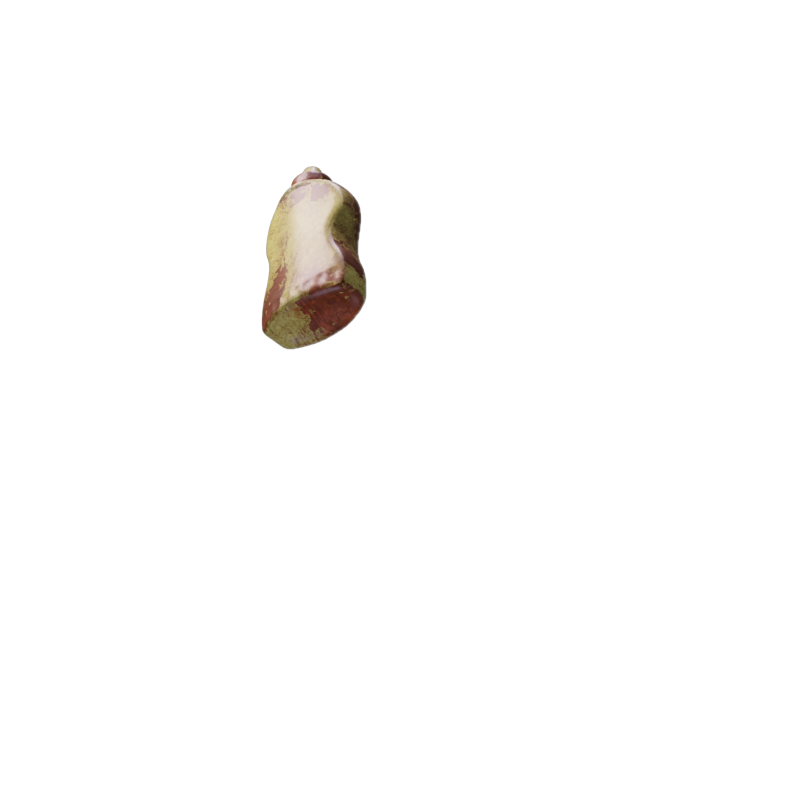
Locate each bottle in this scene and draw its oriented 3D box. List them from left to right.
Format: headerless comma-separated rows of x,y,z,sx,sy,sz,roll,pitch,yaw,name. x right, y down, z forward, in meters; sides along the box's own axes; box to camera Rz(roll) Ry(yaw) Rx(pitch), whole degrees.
-0.078,-0.142,0.992,0.095,0.206,0.055,-32,-50,28,bottle
